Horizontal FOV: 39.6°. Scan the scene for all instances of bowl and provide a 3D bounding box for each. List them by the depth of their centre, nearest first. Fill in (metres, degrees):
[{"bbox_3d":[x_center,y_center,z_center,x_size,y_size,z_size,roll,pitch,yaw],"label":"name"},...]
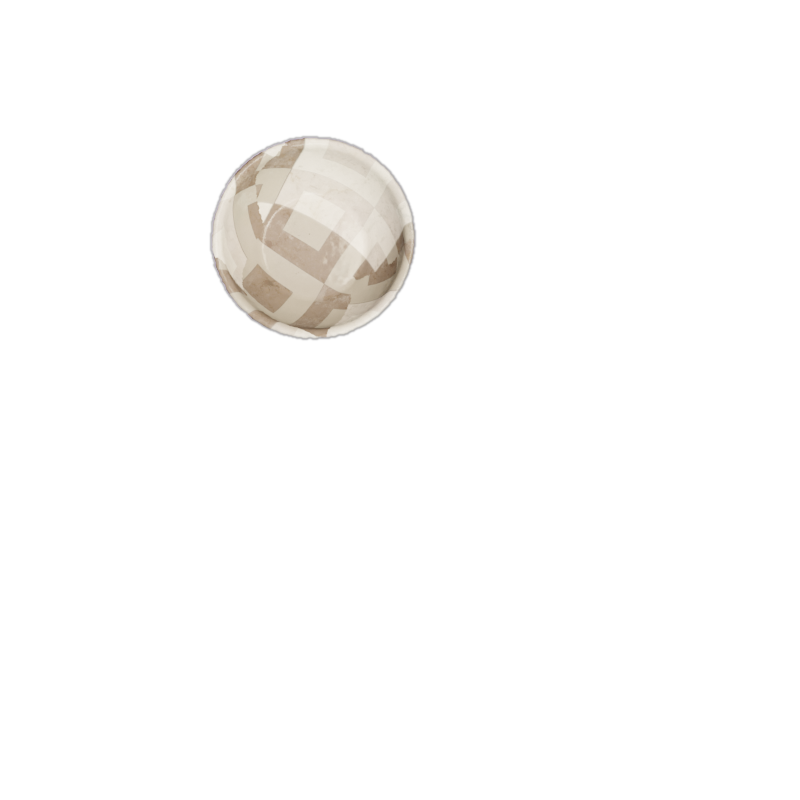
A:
[{"bbox_3d":[-0.071,-0.129,0.901,0.162,0.165,0.054,0,-8,0],"label":"bowl"}]
